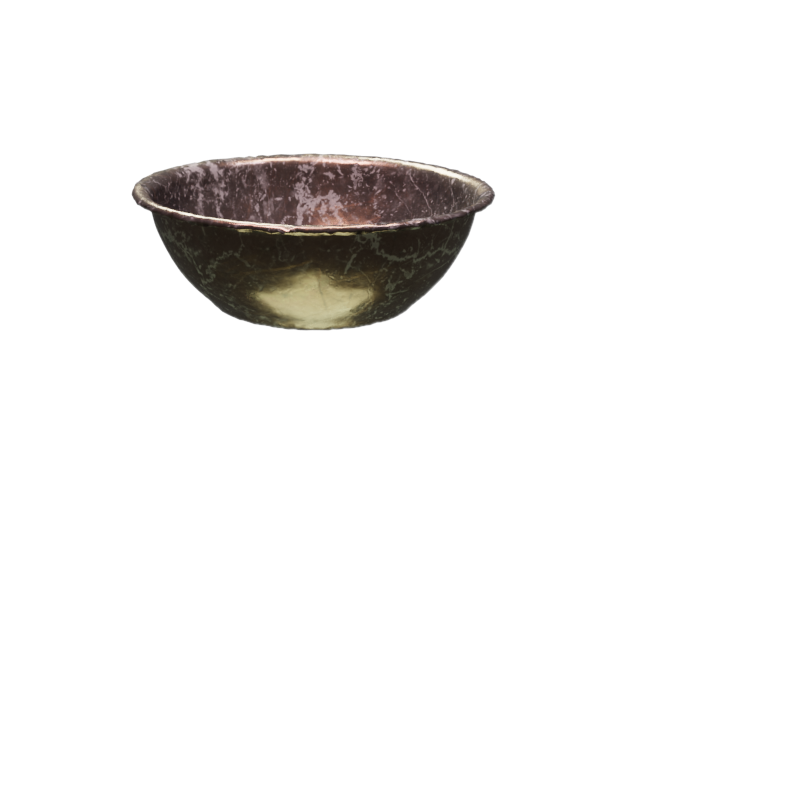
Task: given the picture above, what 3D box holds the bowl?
[{"bbox_3d":[-0.040,-0.072,0.505,0.162,0.053,0.169,-1,22,-2],"label":"bowl"}]
